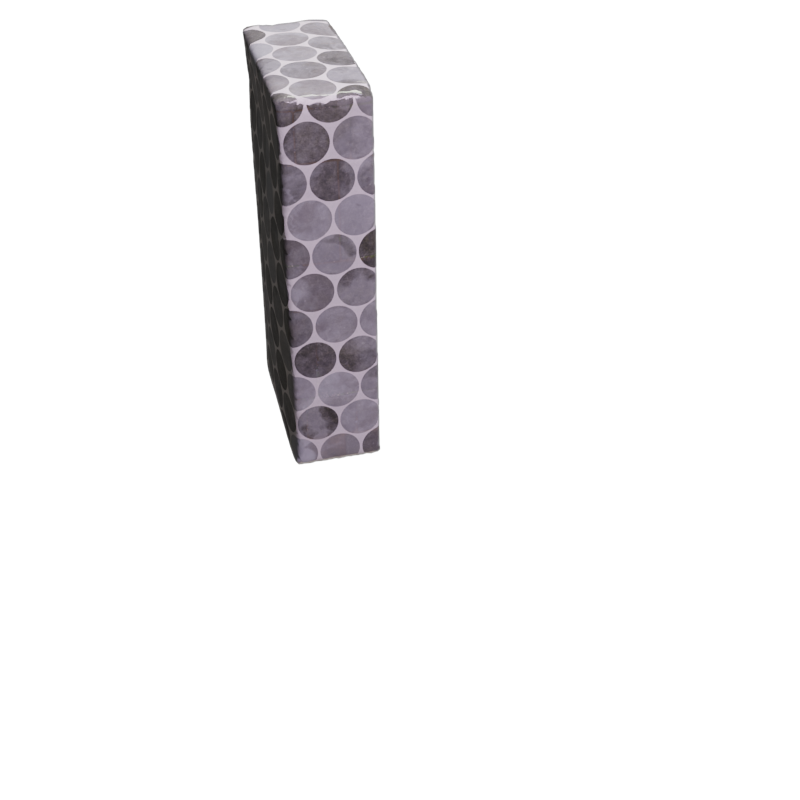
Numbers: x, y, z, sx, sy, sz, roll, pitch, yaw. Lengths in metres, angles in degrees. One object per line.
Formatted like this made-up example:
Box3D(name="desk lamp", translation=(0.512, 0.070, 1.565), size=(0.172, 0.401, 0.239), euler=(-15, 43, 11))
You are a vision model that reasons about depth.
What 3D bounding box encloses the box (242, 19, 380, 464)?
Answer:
Box3D(name="box", translation=(-0.038, -0.071, 0.495), size=(0.047, 0.165, 0.100), euler=(-5, 34, -13))
